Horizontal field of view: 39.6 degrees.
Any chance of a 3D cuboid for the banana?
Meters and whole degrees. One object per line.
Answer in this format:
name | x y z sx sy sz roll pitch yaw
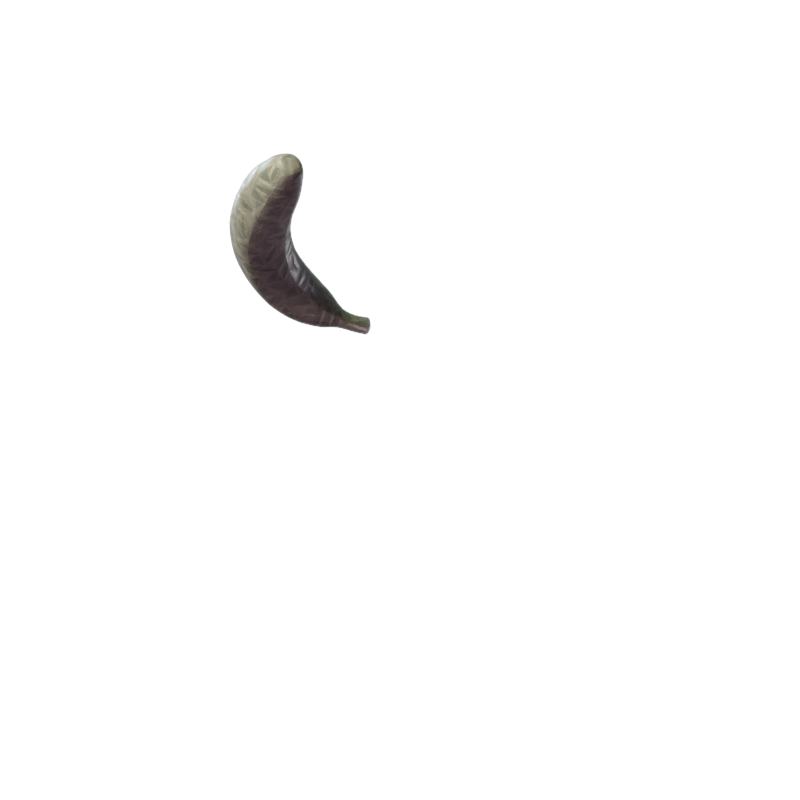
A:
banana | -0.072 -0.096 0.700 0.070 0.039 0.184 -6 -26 11
